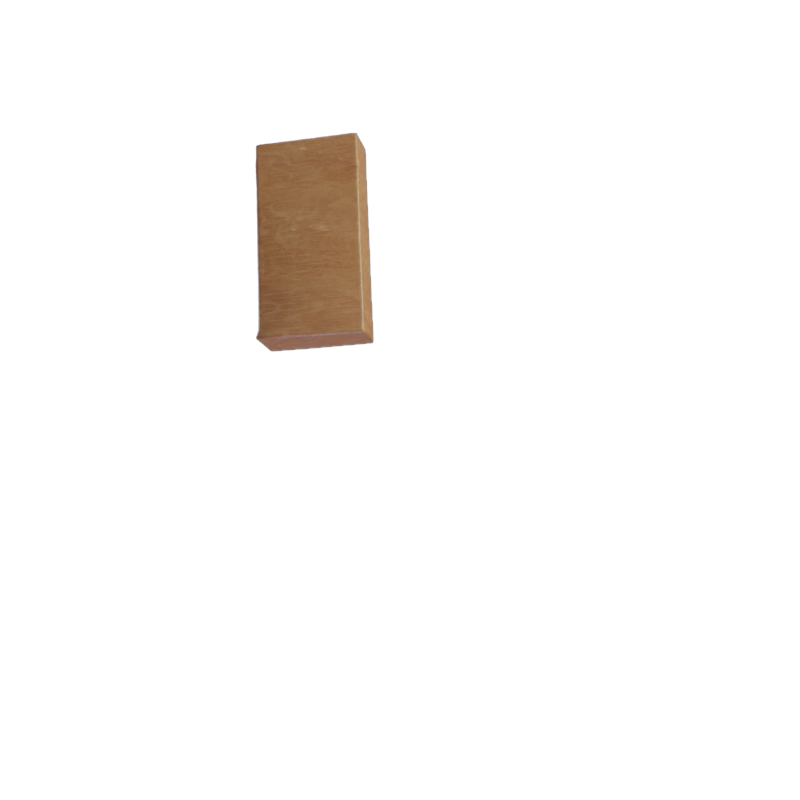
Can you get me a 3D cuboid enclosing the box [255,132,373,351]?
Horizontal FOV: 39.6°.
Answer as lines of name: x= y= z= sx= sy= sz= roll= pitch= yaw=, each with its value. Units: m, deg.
box: x=-0.073 y=-0.134 z=0.938 sx=0.095 sy=0.185 sz=0.045 roll=-5 pitch=-20 yaw=12
